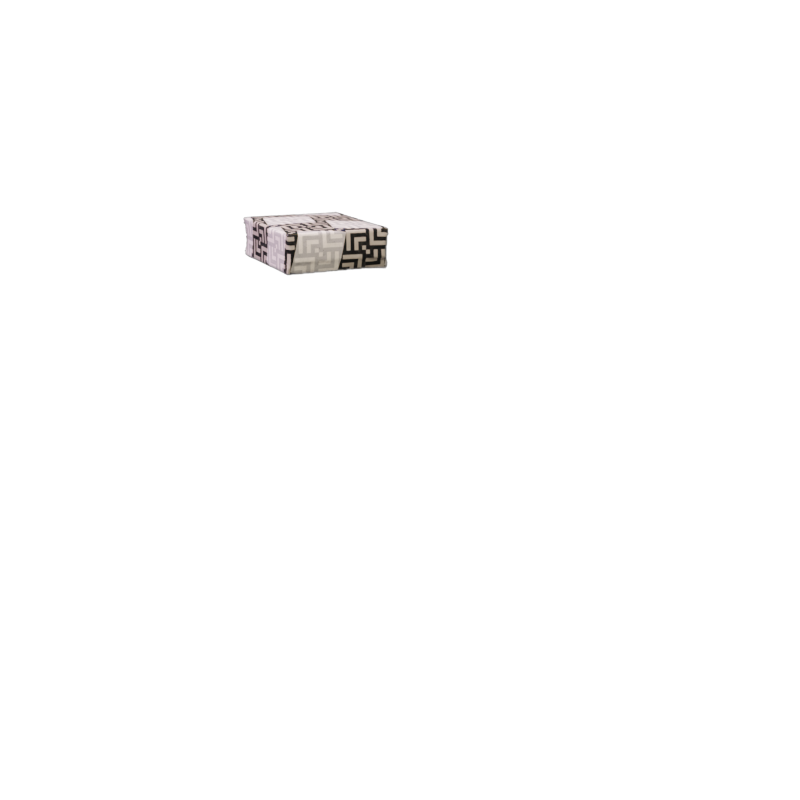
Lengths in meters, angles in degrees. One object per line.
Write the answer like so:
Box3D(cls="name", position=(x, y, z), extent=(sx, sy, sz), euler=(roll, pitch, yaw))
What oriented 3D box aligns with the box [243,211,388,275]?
Box3D(cls="box", position=(-0.073, -0.134, 0.938), extent=(0.088, 0.038, 0.119), euler=(-6, 15, -24))
